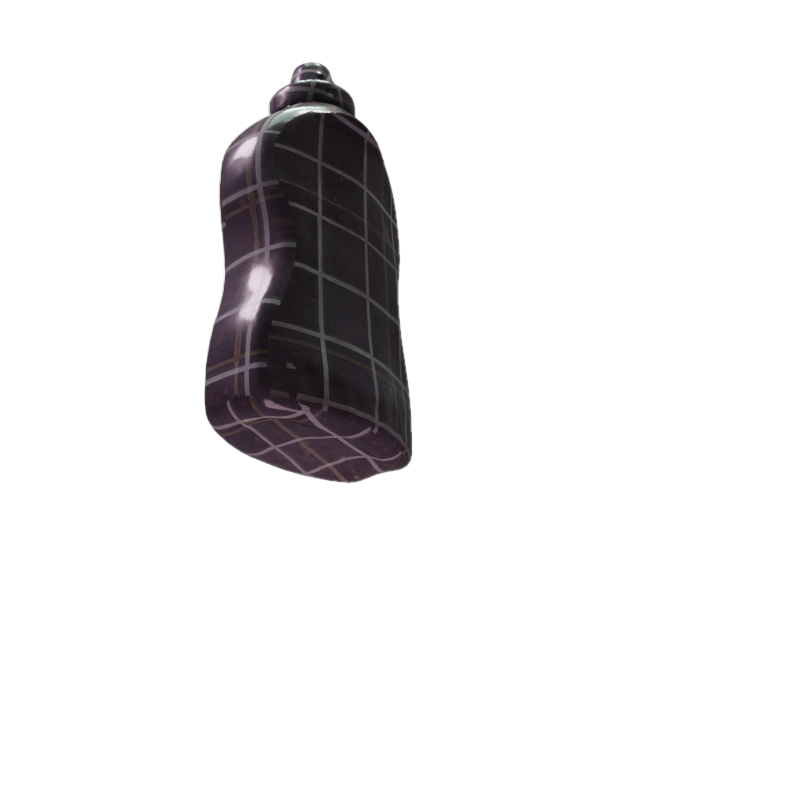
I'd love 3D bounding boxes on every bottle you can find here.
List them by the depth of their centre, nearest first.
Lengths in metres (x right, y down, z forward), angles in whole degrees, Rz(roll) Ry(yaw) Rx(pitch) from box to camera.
[{"bbox_3d":[-0.038,-0.069,0.482,0.059,0.204,0.090,-24,-36,34],"label":"bottle"}]
